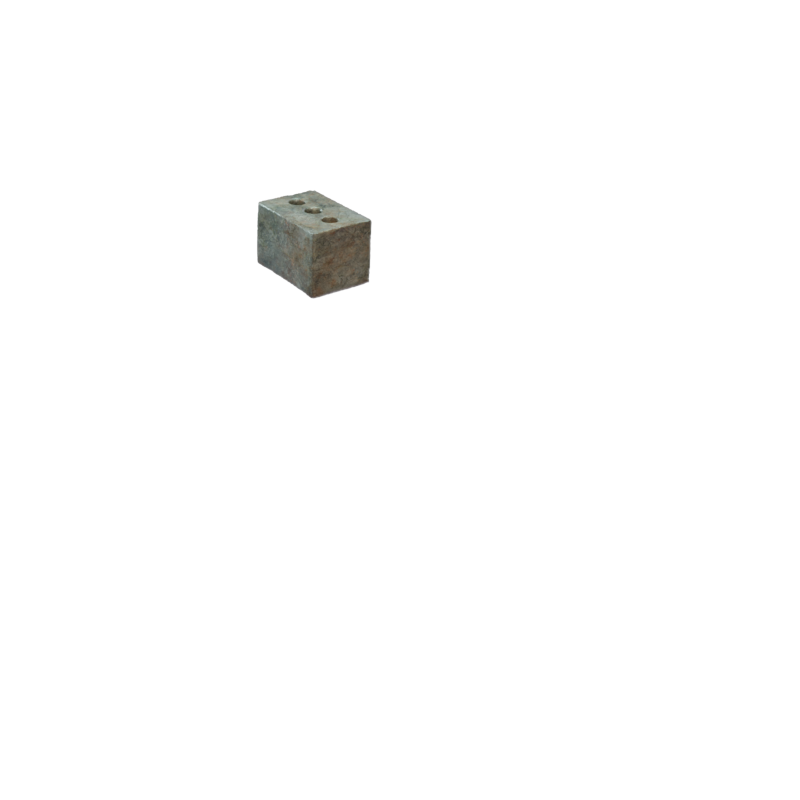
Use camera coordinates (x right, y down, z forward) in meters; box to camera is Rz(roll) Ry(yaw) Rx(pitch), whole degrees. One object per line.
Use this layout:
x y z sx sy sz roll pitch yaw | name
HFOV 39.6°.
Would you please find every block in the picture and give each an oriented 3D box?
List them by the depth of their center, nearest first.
-0.064 -0.117 0.818 0.052 0.049 0.084 -17 33 -32 | block
